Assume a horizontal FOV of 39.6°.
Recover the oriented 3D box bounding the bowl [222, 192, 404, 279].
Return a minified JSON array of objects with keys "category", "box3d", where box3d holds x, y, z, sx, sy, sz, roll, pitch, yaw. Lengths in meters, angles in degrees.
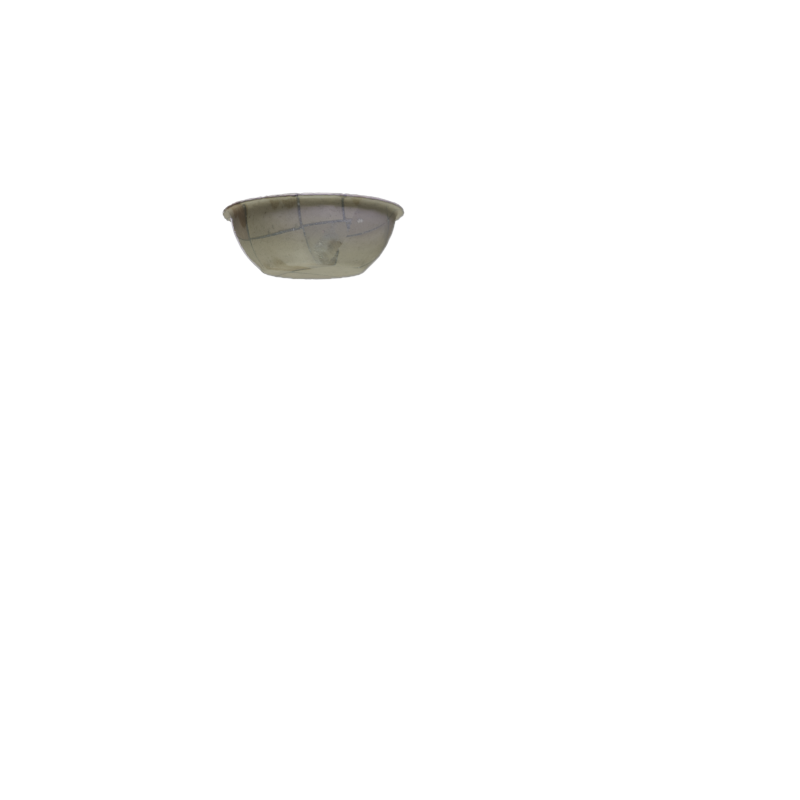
[{"category":"bowl","box3d":[-0.077,-0.140,0.979,0.162,0.056,0.160,0,-3,-2]}]
